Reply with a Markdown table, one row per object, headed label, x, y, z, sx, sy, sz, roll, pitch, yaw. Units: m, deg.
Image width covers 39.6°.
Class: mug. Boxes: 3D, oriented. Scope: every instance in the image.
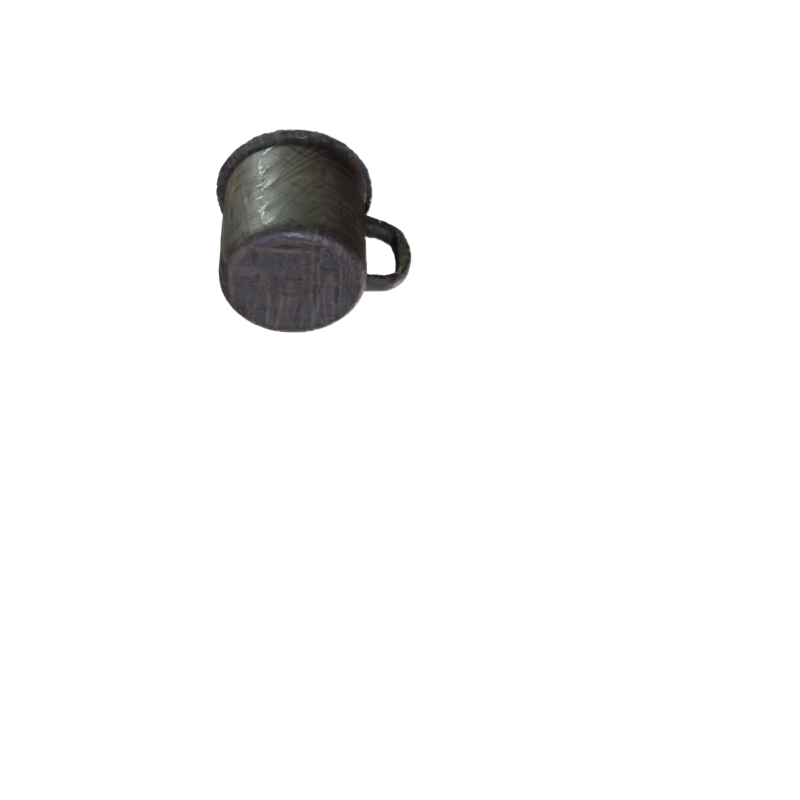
| label | x | y | z | sx | sy | sz | roll | pitch | yaw |
| --- | --- | --- | --- | --- | --- | --- | --- | --- | --- |
| mug | -0.050 | -0.090 | 0.633 | 0.114 | 0.087 | 0.089 | 14 | -47 | -16 |
